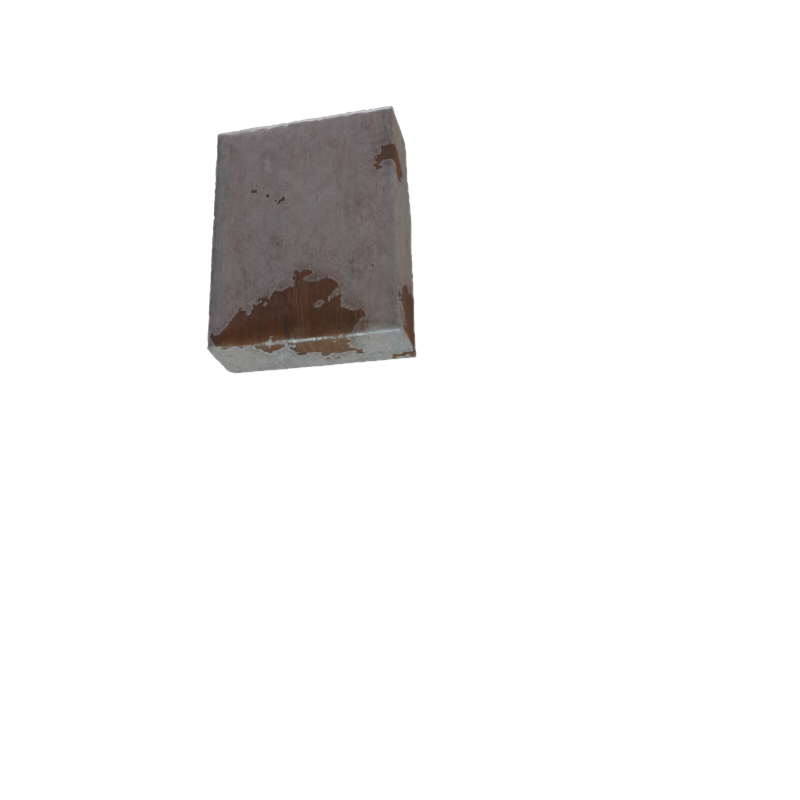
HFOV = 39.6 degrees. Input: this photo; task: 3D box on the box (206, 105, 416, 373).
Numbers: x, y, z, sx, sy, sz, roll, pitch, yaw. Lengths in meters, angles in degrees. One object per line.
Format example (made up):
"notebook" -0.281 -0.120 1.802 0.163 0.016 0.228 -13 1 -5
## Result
"box" -0.075 -0.136 0.954 0.166 0.227 0.067 -7 -27 12
